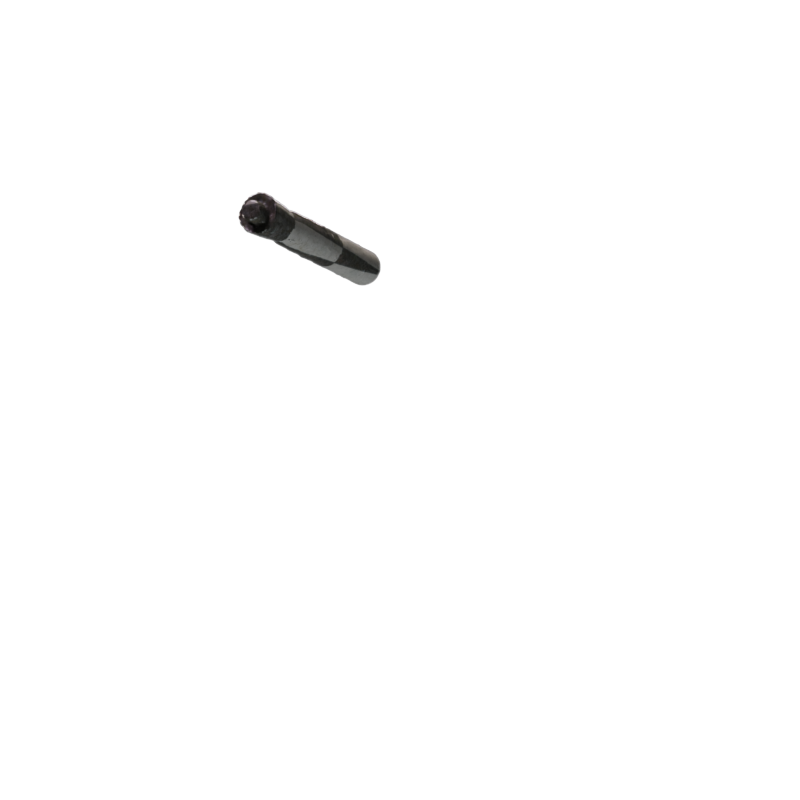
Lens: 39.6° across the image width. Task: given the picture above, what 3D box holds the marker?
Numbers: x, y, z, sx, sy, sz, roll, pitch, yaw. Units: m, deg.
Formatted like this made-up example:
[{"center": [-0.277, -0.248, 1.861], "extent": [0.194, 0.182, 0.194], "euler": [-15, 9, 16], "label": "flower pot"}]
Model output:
[{"center": [-0.041, -0.075, 0.526], "extent": [0.020, 0.020, 0.115], "euler": [2, -6, 24], "label": "marker"}]
